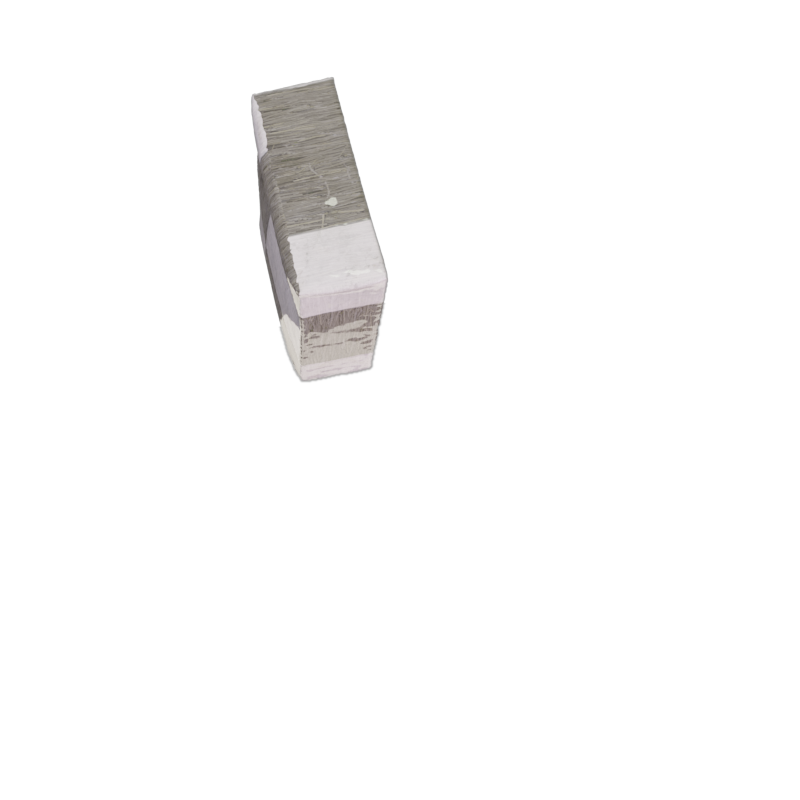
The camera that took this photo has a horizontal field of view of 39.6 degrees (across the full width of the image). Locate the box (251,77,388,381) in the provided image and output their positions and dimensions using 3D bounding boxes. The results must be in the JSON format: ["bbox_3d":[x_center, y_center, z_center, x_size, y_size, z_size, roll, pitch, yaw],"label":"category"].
[{"bbox_3d":[-0.068,-0.124,0.867,0.071,0.173,0.204,-12,-18,-8],"label":"box"}]
